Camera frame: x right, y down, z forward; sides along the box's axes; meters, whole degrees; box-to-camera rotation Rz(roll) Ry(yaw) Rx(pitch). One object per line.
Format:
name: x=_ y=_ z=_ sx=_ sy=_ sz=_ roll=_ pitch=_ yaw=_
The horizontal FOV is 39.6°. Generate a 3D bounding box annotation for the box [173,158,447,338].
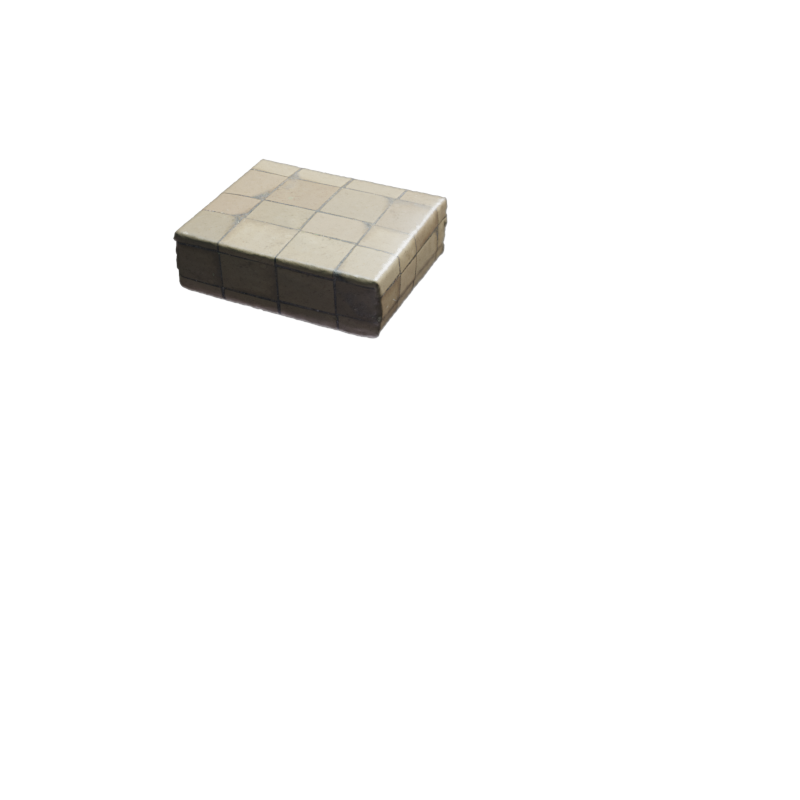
box: x=-0.044 y=-0.080 z=0.564 sx=0.118 sy=0.036 sz=0.092 roll=16 pitch=40 yaw=20
